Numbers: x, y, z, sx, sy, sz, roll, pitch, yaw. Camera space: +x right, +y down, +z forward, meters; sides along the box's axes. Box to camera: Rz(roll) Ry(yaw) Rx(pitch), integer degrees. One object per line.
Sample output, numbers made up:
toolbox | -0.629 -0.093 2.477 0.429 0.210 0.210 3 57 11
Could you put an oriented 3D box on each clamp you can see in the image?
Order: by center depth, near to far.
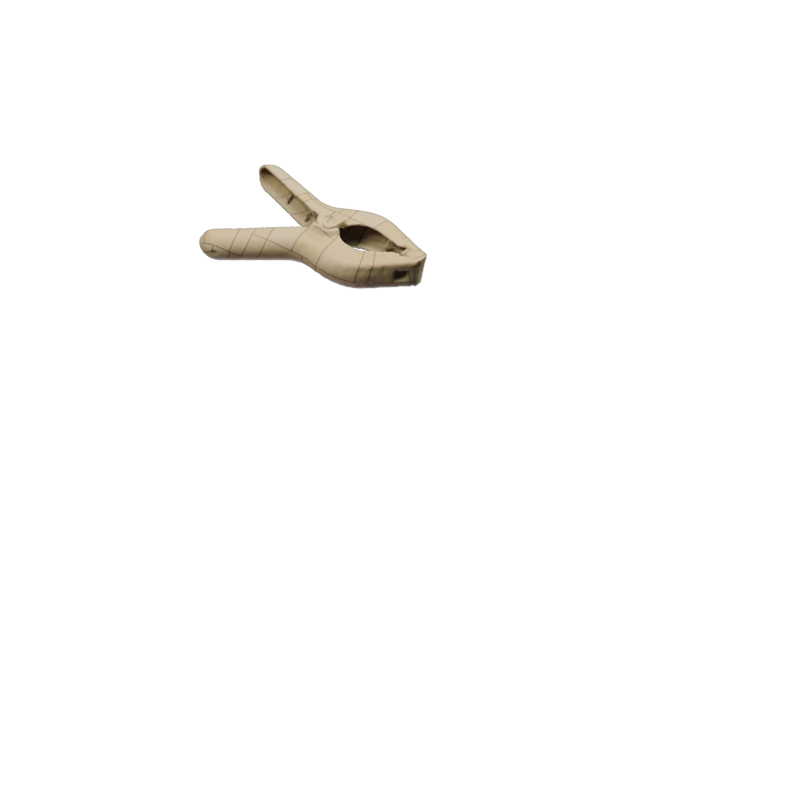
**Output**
clamp | -0.068 -0.124 0.867 0.179 0.036 0.123 24 51 21
